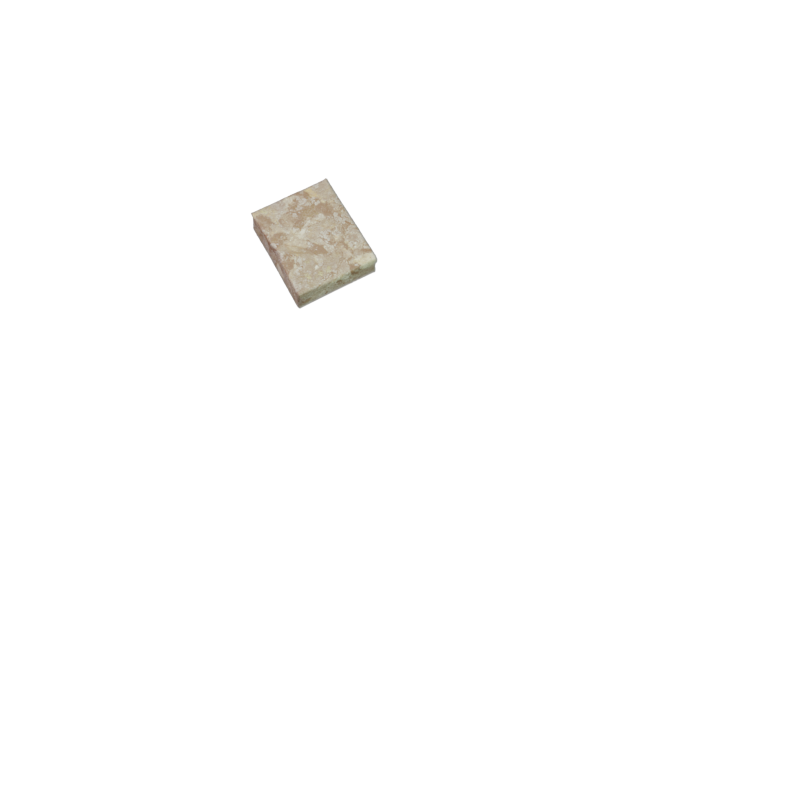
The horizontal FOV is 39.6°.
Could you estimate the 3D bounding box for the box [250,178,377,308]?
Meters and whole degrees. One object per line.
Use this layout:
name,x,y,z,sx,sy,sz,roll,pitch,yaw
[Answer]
box,-0.072,-0.132,0.921,0.073,0.095,0.028,-26,-22,-12
